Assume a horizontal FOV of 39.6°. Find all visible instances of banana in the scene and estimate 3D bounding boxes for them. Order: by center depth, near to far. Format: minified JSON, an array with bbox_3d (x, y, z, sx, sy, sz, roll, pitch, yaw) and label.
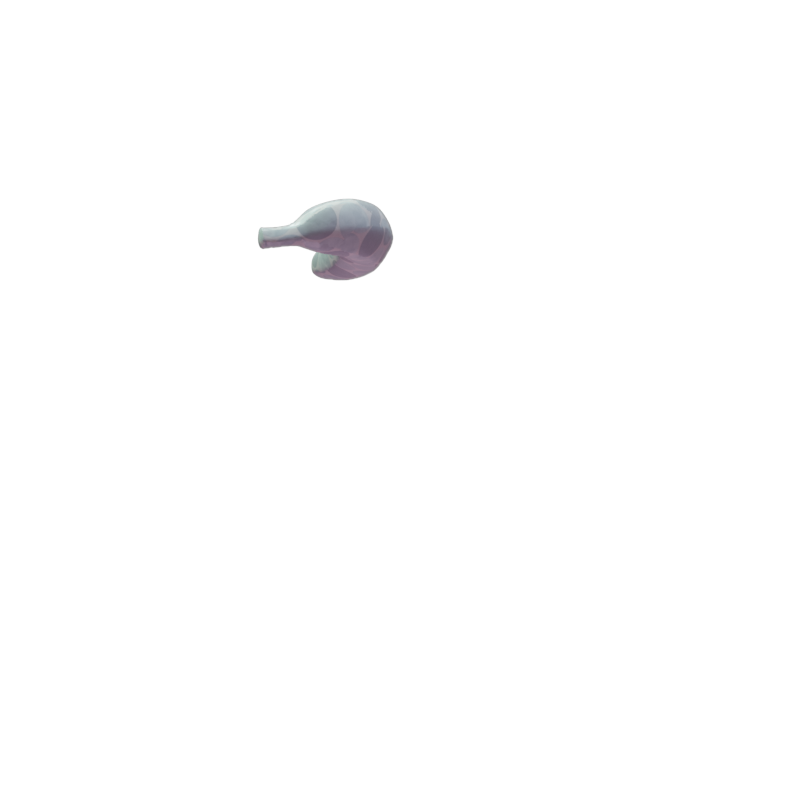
[{"bbox_3d":[-0.038,-0.103,0.713,0.070,0.037,0.193,0,-1,6],"label":"banana"}]
